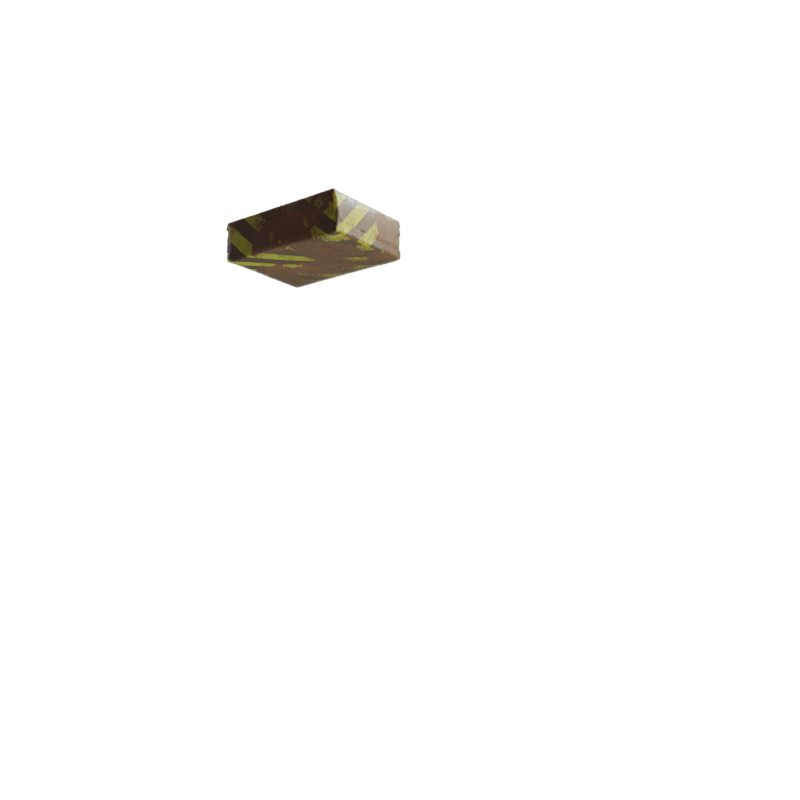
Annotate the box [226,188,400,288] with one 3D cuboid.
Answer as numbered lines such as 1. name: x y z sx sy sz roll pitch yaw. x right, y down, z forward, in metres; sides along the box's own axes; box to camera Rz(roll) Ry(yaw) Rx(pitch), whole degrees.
1. box: -0.070 -0.128 0.894 0.116 0.040 0.085 -9 -16 35
